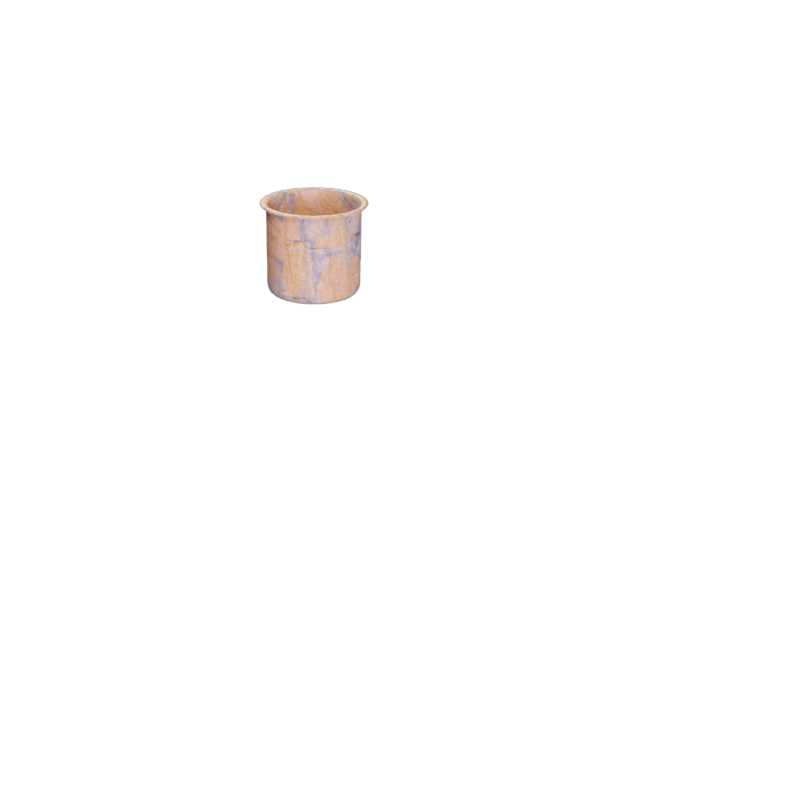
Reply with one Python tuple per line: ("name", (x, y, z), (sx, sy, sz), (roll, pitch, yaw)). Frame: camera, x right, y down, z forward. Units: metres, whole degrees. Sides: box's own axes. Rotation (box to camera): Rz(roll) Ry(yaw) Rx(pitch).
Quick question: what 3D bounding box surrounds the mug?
("mug", (-0.076, -0.139, 0.970), (0.093, 0.078, 0.123), (-1, 23, -5))
